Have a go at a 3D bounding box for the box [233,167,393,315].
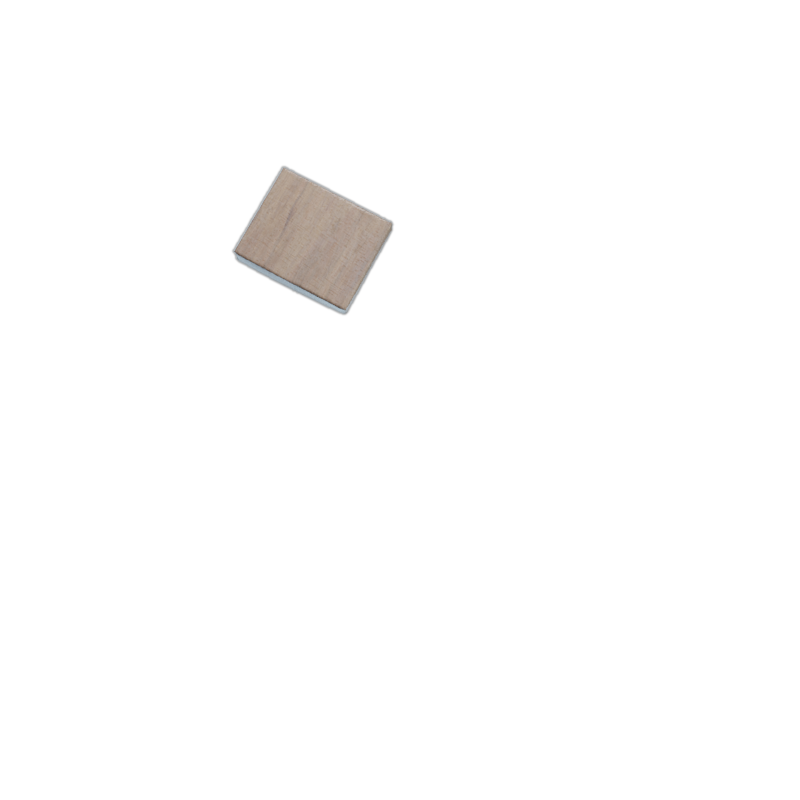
[{"bbox_3d":[-0.076,-0.139,0.974,0.115,0.091,0.038,28,-12,6],"label":"box"}]
